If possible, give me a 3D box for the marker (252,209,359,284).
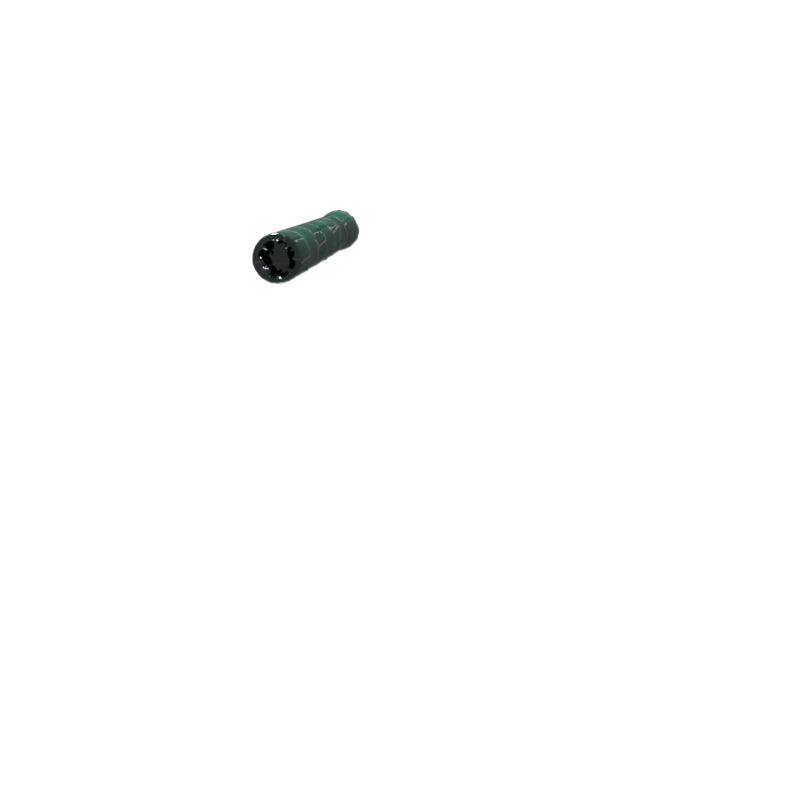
[{"bbox_3d":[-0.036,-0.065,0.459,0.020,0.019,0.122,0,14,9],"label":"marker"}]
